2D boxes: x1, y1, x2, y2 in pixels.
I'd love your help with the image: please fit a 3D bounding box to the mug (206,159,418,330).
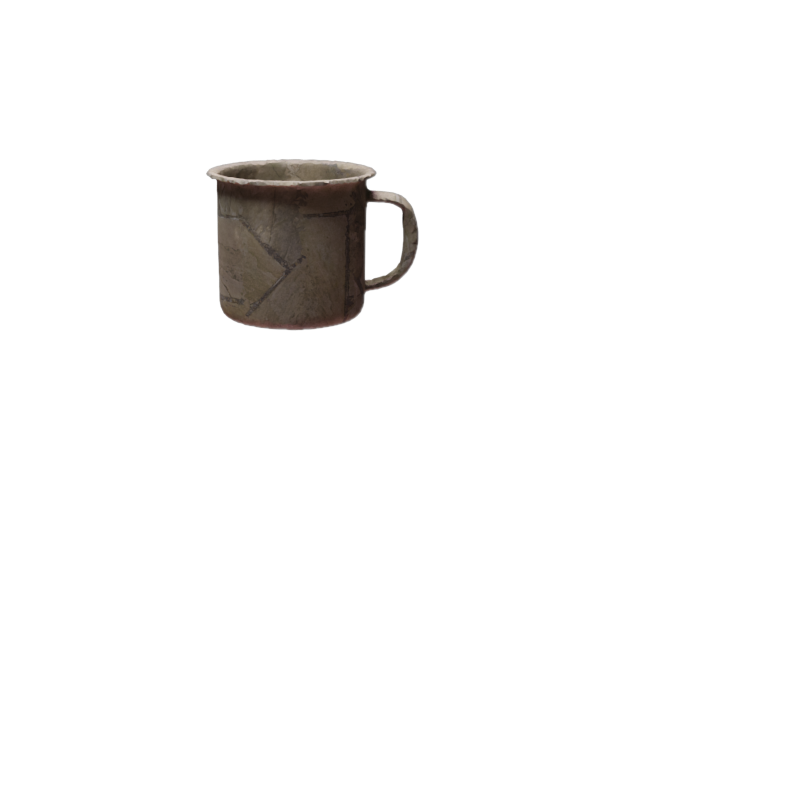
[{"bbox_3d":[-0.048,-0.088,0.616,0.116,0.079,0.097,-2,16,-7],"label":"mug"}]
